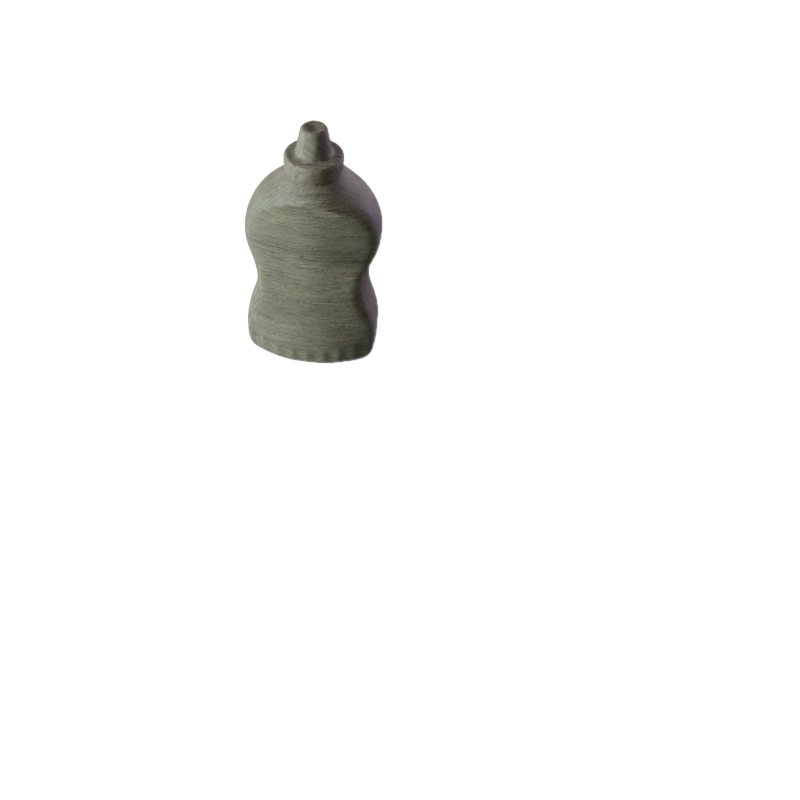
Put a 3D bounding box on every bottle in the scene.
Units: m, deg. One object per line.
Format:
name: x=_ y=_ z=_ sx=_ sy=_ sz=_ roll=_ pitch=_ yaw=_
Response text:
bottle: x=-0.062 y=-0.113 z=0.789 sx=0.097 sy=0.179 sz=0.062 roll=9 pitch=42 yaw=6
